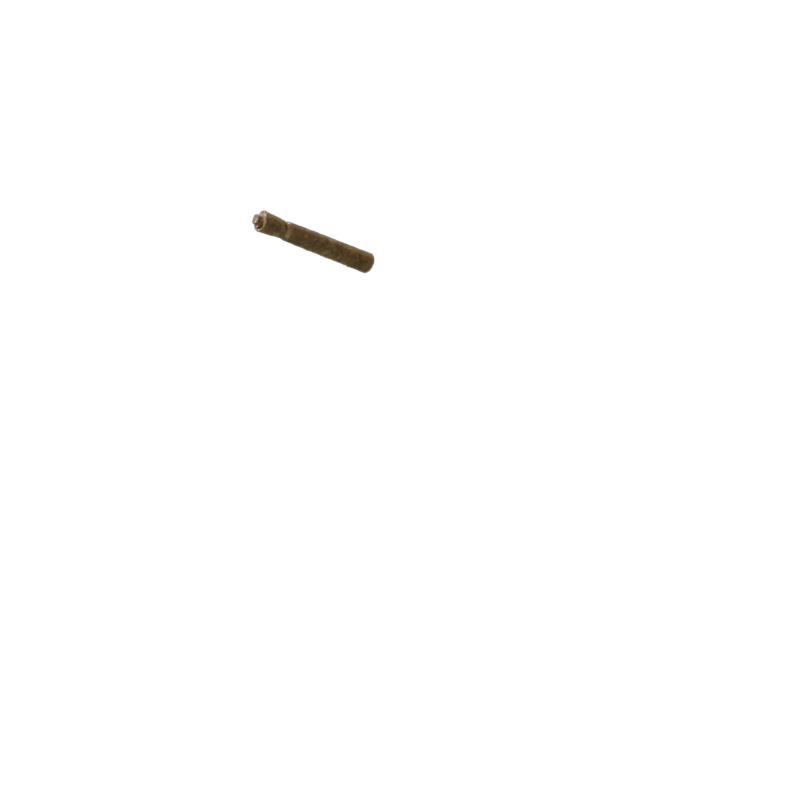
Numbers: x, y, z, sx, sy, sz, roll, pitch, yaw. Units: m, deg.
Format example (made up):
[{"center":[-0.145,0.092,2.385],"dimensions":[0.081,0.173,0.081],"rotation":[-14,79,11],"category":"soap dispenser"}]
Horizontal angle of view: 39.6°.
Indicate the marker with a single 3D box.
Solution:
[{"center":[-0.074,-0.135,0.947],"dimensions":[0.114,0.020,0.020],"rotation":[18,-7,-32],"category":"marker"}]
